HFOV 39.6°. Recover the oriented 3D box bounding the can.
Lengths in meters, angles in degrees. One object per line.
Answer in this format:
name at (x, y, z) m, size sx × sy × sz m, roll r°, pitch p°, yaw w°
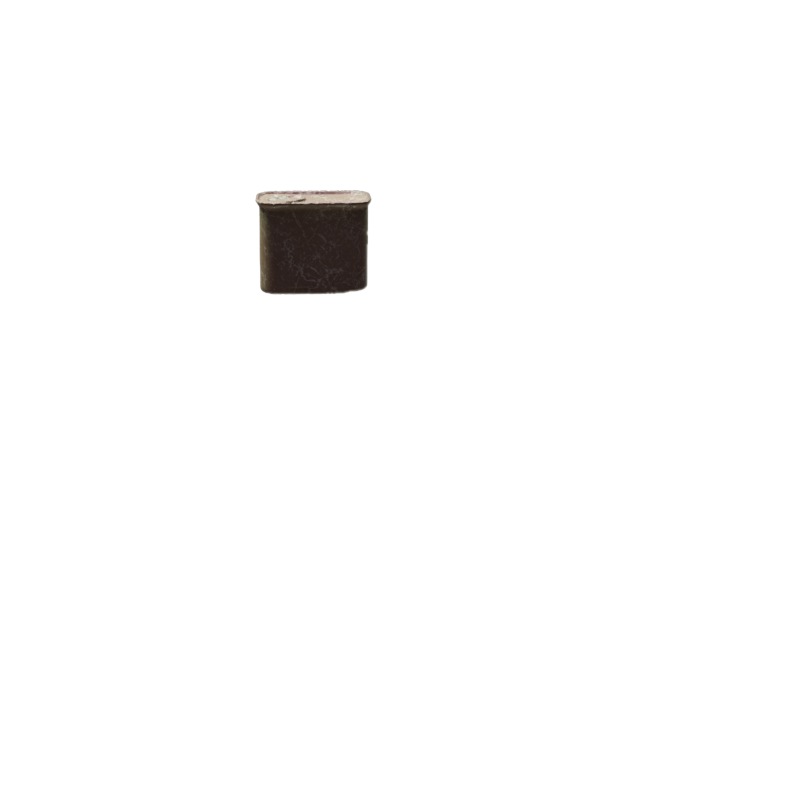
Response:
can at (-0.078, -0.141, 0.991) m, size 0.102 × 0.081 × 0.060 m, roll 0°, pitch 16°, yaw -3°
